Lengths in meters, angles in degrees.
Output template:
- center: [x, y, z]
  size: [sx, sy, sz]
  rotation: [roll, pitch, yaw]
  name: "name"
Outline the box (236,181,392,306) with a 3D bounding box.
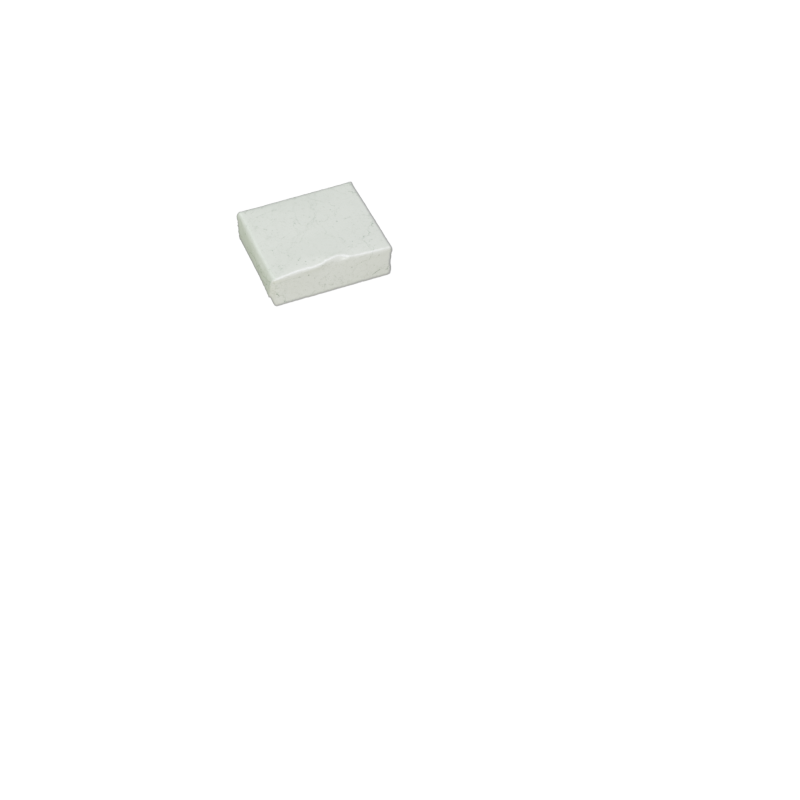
- center: [-0.060, -0.110, 0.768]
  size: [0.088, 0.079, 0.028]
  rotation: [-17, -40, -15]
  name: "box"
